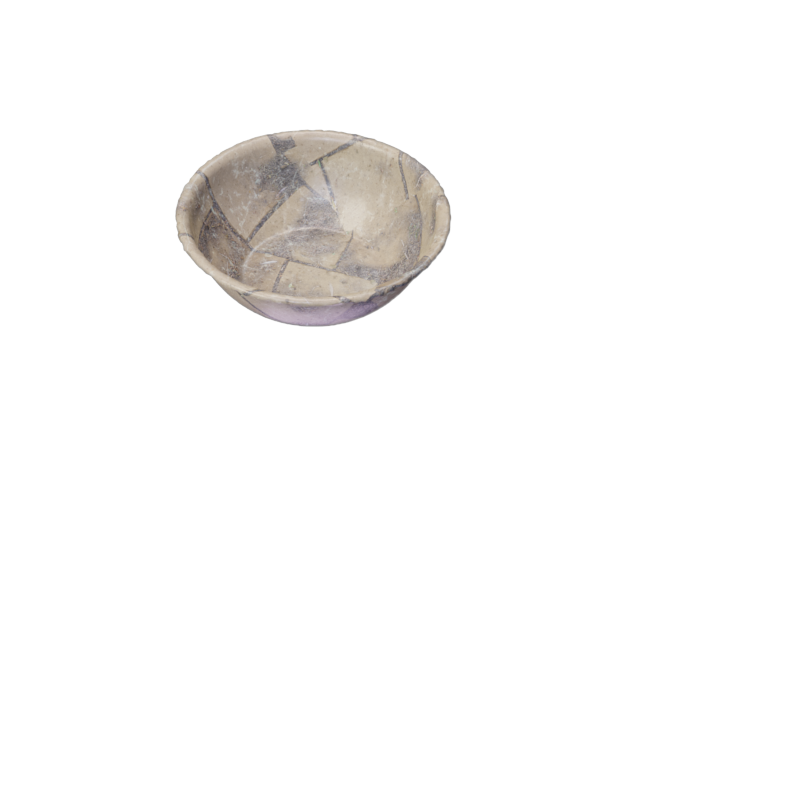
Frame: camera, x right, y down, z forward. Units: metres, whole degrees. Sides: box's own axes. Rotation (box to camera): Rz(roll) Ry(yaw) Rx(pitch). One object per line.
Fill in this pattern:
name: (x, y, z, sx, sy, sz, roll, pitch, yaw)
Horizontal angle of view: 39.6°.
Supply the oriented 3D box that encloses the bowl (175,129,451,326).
bowl: (-0.052, -0.095, 0.668, 0.162, 0.174, 0.051, -1, -44, -1)
